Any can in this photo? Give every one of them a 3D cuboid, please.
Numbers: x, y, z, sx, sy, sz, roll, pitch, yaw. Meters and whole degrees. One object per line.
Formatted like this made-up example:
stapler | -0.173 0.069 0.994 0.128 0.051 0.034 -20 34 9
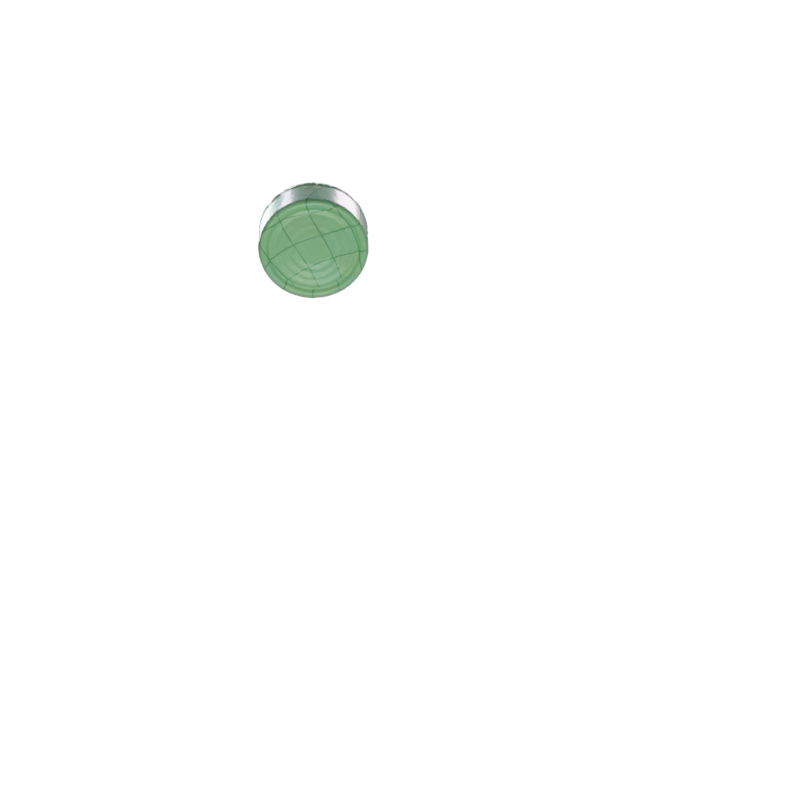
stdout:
can | -0.067 -0.122 0.858 0.086 0.081 0.036 1 29 -1
